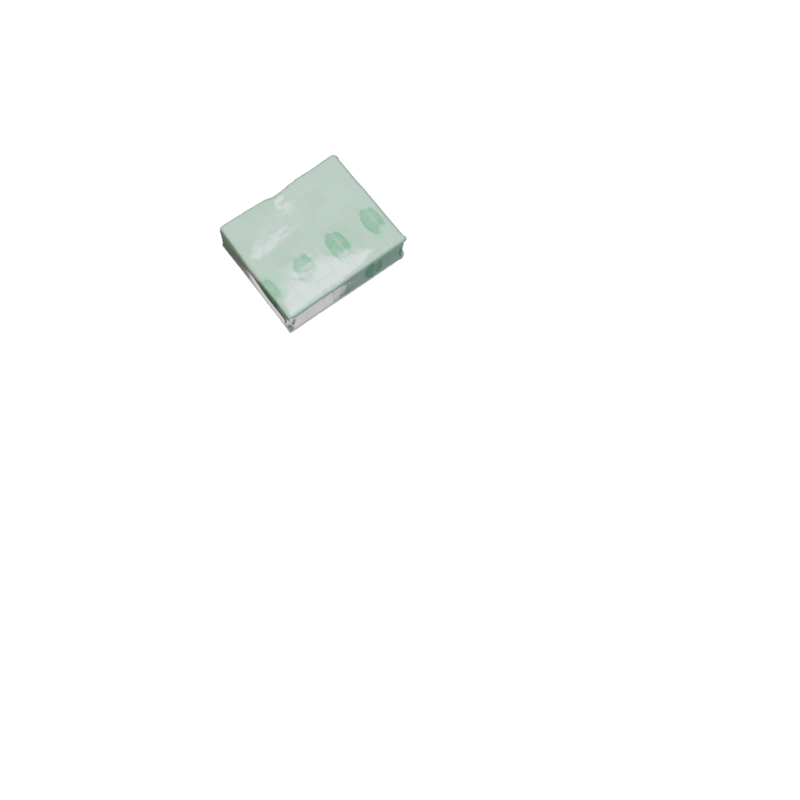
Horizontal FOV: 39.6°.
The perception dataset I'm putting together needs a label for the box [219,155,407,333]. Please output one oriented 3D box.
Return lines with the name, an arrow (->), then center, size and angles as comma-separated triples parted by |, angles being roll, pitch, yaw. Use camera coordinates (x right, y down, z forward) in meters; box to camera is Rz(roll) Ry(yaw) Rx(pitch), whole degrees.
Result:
box -> -0.052, -0.096, 0.671 | 0.089, 0.077, 0.029 | -35, -19, -14
